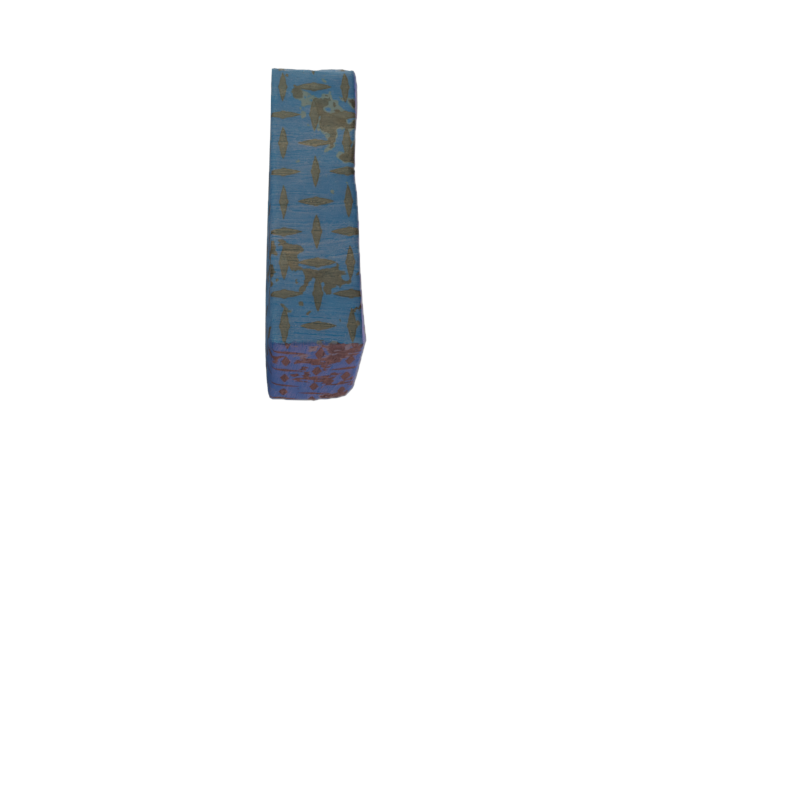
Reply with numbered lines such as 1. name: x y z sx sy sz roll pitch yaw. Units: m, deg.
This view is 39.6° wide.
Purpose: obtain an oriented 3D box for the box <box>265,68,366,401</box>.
1. box: -0.067 -0.121 0.851 0.071 0.224 0.158 1 -18 -6
